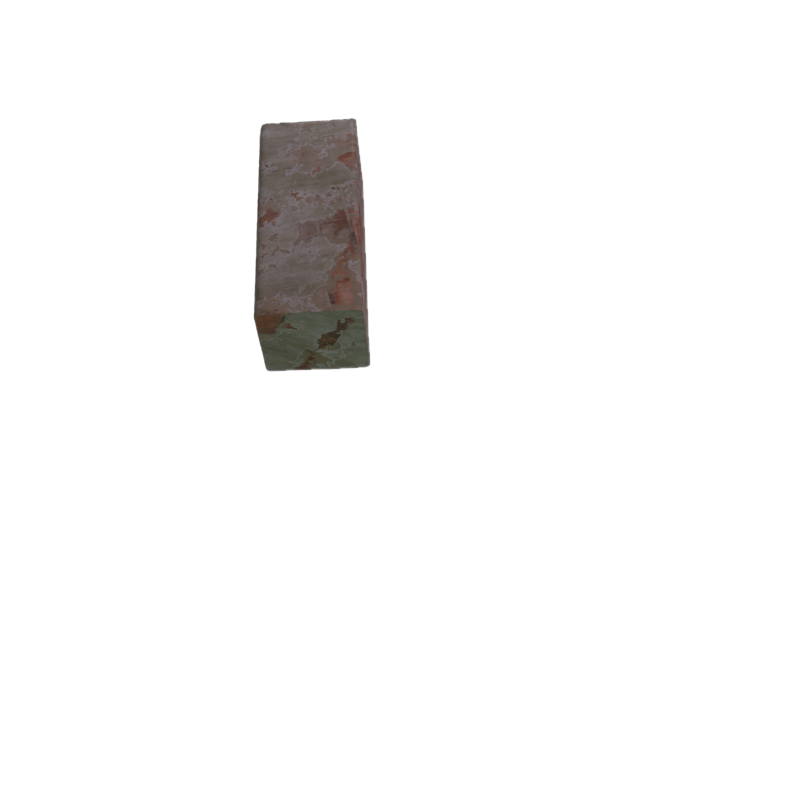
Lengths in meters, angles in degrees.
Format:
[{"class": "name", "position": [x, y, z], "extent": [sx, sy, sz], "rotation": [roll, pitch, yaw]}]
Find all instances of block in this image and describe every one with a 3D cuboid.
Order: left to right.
[{"class": "block", "position": [-0.076, -0.138, 0.965], "extent": [0.090, 0.221, 0.084], "rotation": [-4, -34, 2]}]
